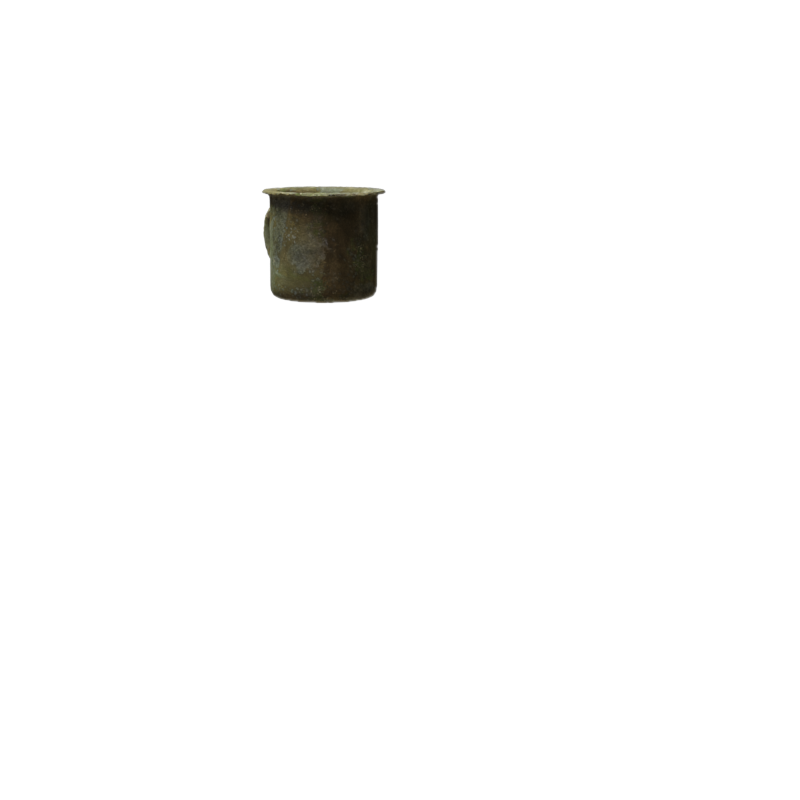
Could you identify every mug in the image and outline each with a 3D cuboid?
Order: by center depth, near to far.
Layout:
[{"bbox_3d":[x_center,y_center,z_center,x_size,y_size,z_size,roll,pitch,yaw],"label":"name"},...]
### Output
[{"bbox_3d":[-0.066,-0.121,0.849,0.090,0.080,0.123,-10,15,-43],"label":"mug"}]
